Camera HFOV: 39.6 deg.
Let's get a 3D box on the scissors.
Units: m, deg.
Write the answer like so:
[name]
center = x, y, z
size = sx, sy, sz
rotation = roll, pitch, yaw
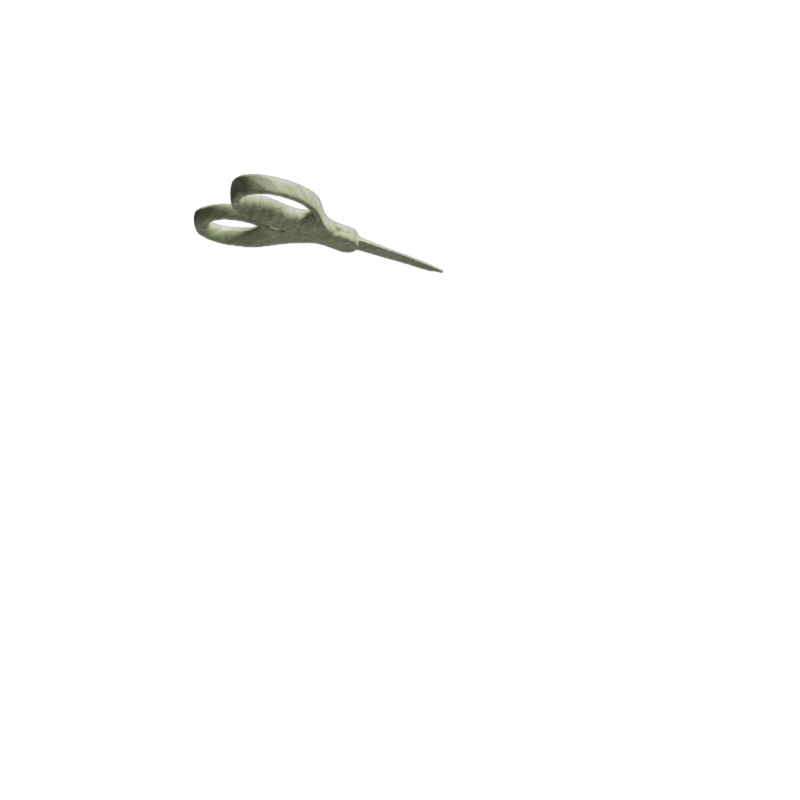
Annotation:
[scissors]
center = -0.059, -0.108, 0.758
size = 0.098, 0.016, 0.189
rotation = -9, -18, 31
